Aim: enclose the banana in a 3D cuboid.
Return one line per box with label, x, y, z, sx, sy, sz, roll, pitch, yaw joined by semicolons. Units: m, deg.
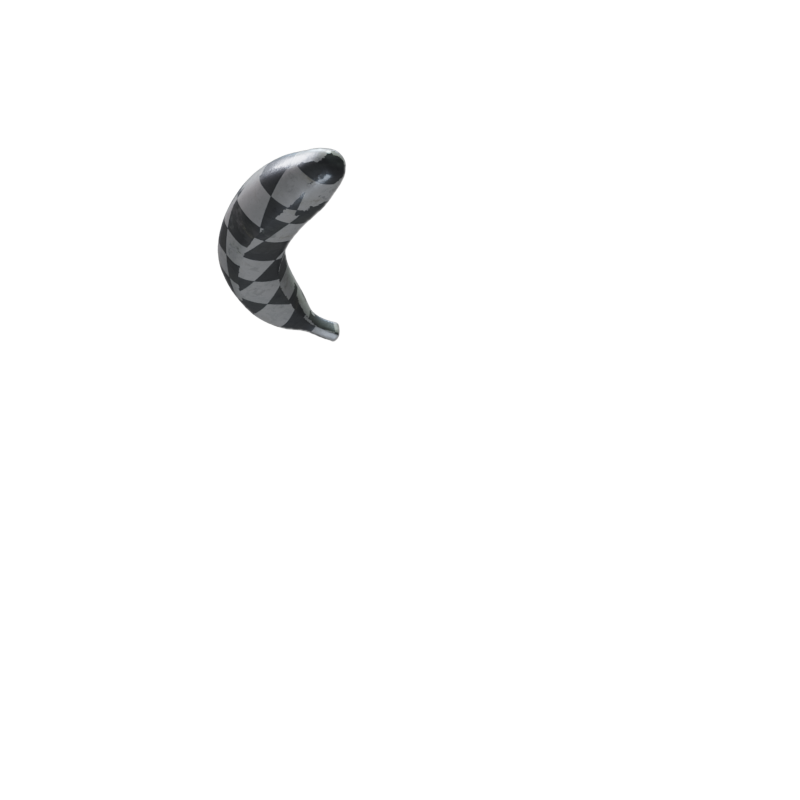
banana;-0.066;-0.085;0.606;0.069;0.039;0.188;1;-21;-3
